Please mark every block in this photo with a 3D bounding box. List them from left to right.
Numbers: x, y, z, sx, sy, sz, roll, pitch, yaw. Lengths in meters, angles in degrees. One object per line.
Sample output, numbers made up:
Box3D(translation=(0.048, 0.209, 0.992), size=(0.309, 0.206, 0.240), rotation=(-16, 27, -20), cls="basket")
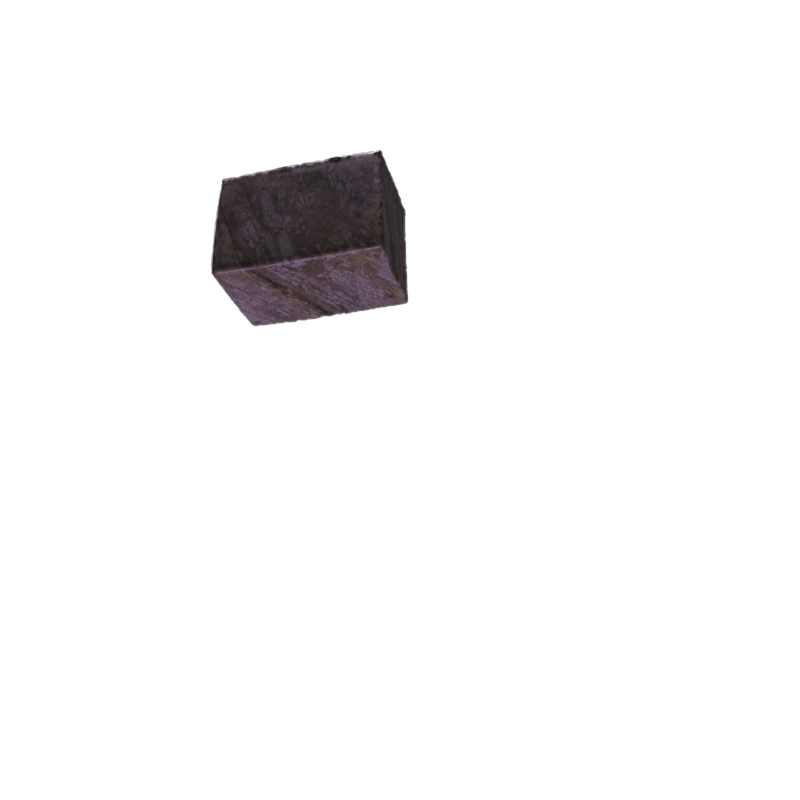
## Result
Box3D(translation=(-0.039, -0.072, 0.502), size=(0.079, 0.055, 0.049), rotation=(-8, -30, 13), cls="block")
